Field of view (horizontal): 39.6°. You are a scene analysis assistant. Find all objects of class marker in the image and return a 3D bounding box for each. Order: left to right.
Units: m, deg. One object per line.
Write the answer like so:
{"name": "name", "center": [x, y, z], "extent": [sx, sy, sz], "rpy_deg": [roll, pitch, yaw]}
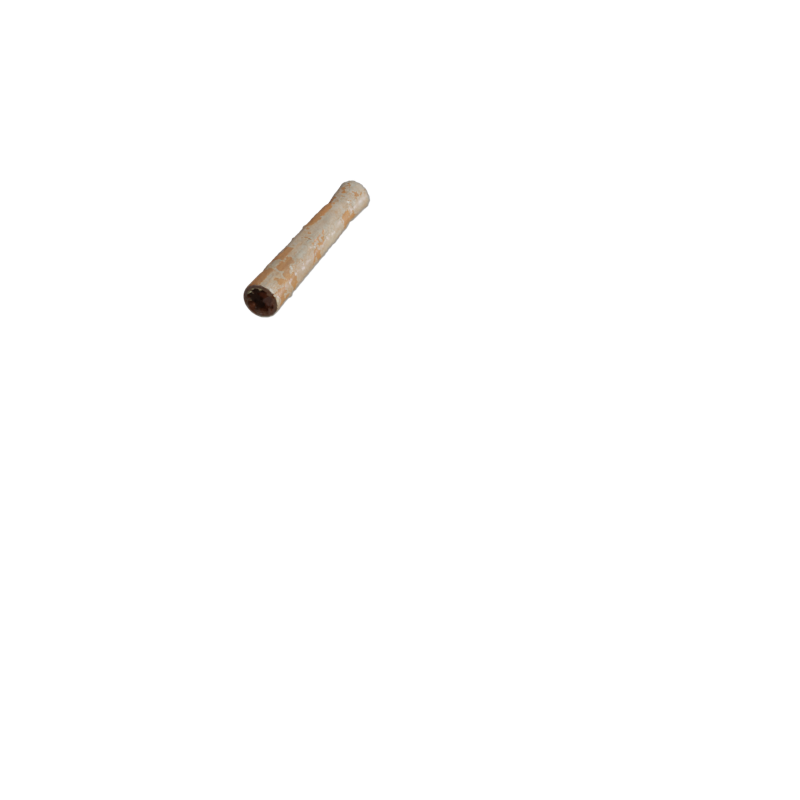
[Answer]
{"name": "marker", "center": [-0.045, -0.081, 0.570], "extent": [0.020, 0.018, 0.125], "rpy_deg": [1, 34, 24]}
